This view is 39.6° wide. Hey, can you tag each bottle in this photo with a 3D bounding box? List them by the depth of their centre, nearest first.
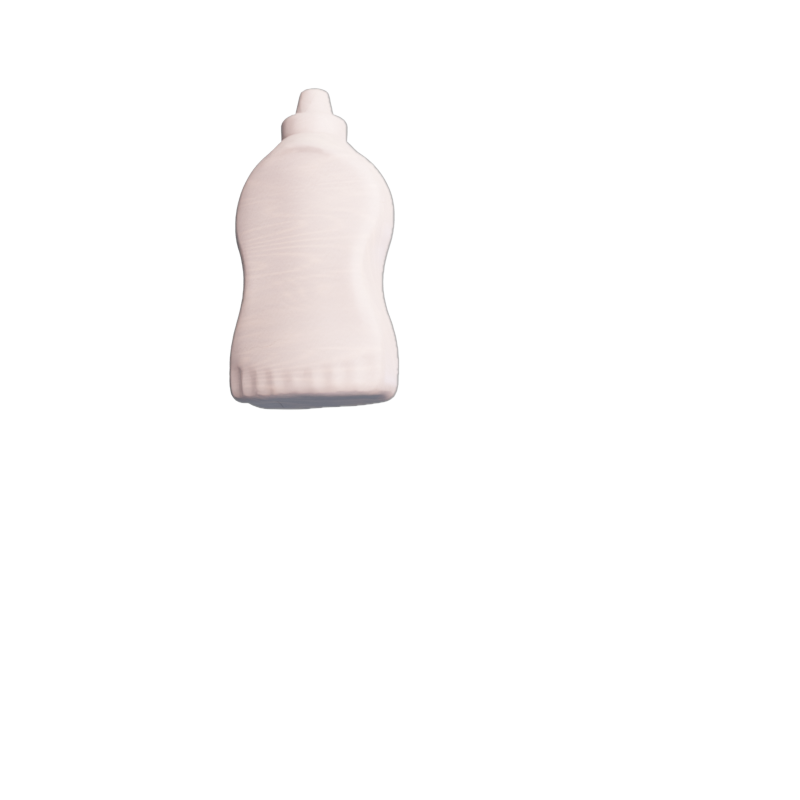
[{"bbox_3d":[-0.051,-0.094,0.657,0.098,0.199,0.055,-7,-16,22],"label":"bottle"}]
